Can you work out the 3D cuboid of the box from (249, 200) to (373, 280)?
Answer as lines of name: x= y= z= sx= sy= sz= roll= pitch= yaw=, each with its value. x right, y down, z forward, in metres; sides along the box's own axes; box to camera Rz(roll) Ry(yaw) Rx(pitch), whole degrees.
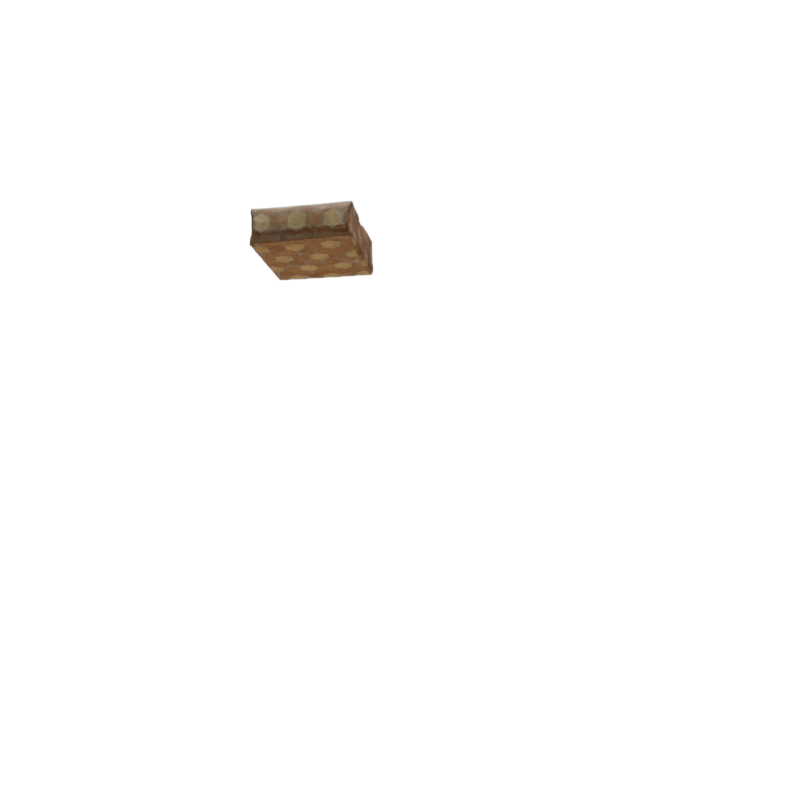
box: x=-0.063 y=-0.115 z=0.802 sx=0.074 sy=0.031 sz=0.085 roll=-3 pitch=-14 yaw=10
